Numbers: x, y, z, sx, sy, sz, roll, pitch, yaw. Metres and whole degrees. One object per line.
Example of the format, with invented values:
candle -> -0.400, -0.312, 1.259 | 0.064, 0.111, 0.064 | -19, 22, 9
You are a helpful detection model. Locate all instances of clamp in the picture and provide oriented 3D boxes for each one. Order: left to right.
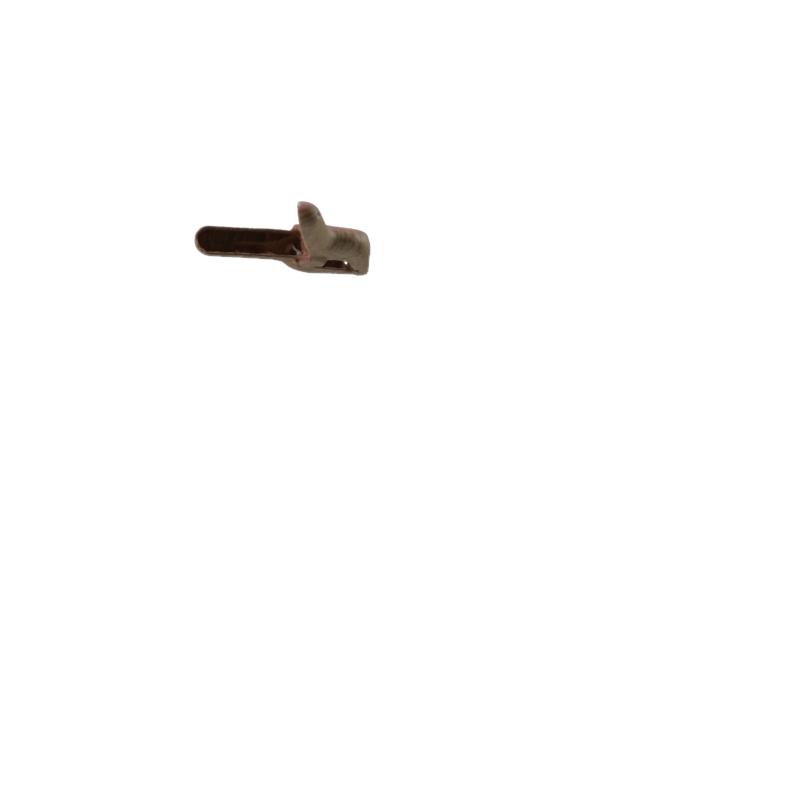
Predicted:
clamp -> -0.073, -0.133, 0.931 | 0.124, 0.040, 0.164 | -2, -2, 43
